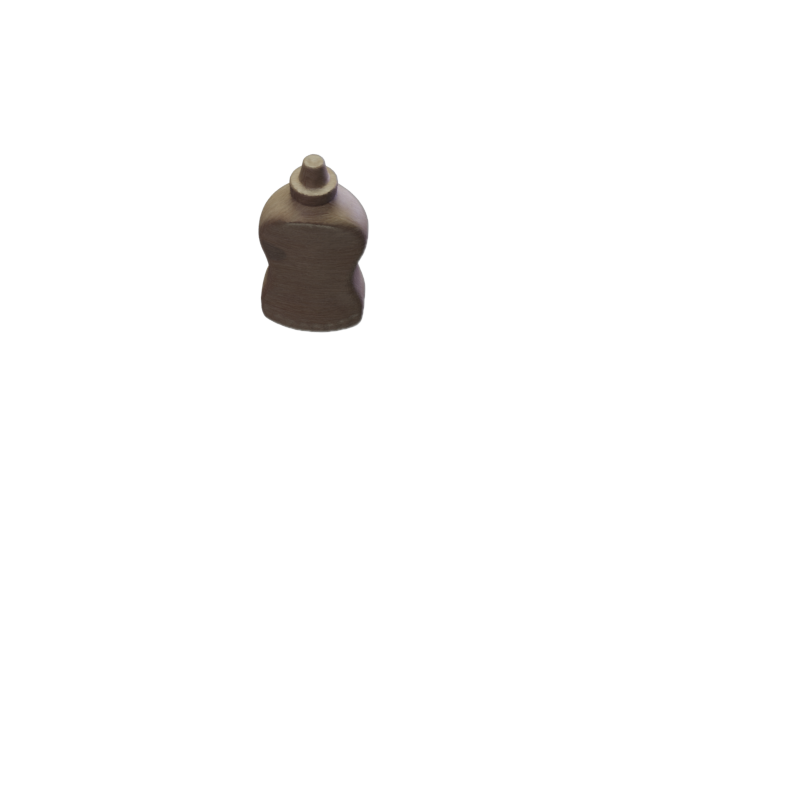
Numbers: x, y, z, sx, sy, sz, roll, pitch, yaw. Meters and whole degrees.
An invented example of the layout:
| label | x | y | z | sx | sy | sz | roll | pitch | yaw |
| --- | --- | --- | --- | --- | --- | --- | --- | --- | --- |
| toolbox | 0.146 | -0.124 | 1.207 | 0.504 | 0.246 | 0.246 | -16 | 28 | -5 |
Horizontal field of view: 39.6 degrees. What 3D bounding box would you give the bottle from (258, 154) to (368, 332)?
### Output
| label | x | y | z | sx | sy | sz | roll | pitch | yaw |
| --- | --- | --- | --- | --- | --- | --- | --- | --- | --- |
| bottle | -0.077 | -0.140 | 0.981 | 0.097 | 0.062 | 0.179 | 8 | -39 | 3 |
